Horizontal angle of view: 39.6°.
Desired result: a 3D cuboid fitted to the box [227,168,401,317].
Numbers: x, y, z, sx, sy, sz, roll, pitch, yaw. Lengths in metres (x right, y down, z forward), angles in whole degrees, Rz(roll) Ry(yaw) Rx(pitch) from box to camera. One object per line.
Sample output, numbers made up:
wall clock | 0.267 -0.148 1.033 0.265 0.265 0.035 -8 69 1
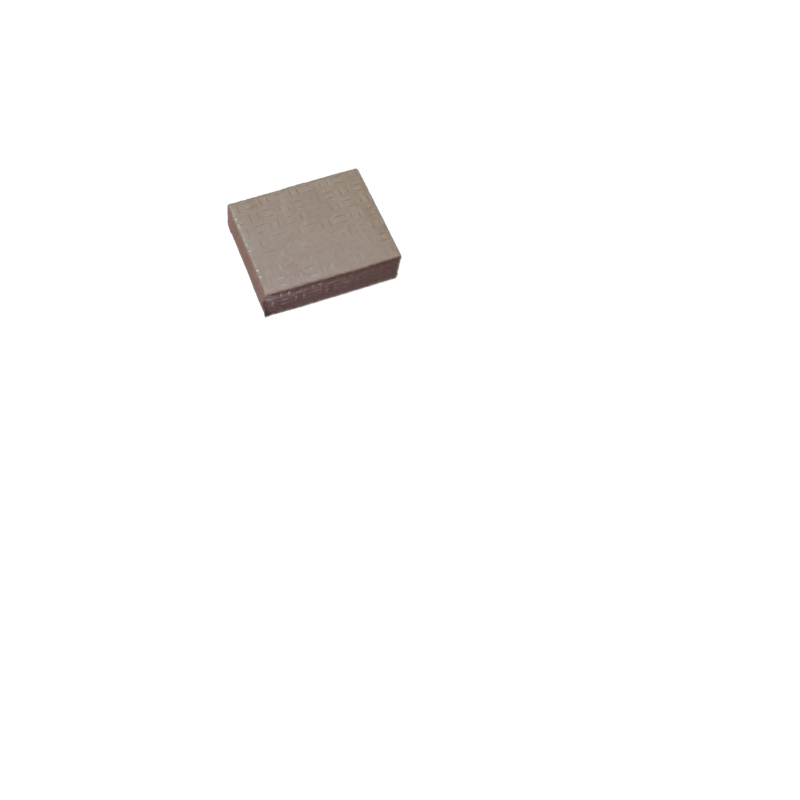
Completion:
box | -0.067 -0.123 0.860 0.113 0.096 0.036 -19 -29 -12
